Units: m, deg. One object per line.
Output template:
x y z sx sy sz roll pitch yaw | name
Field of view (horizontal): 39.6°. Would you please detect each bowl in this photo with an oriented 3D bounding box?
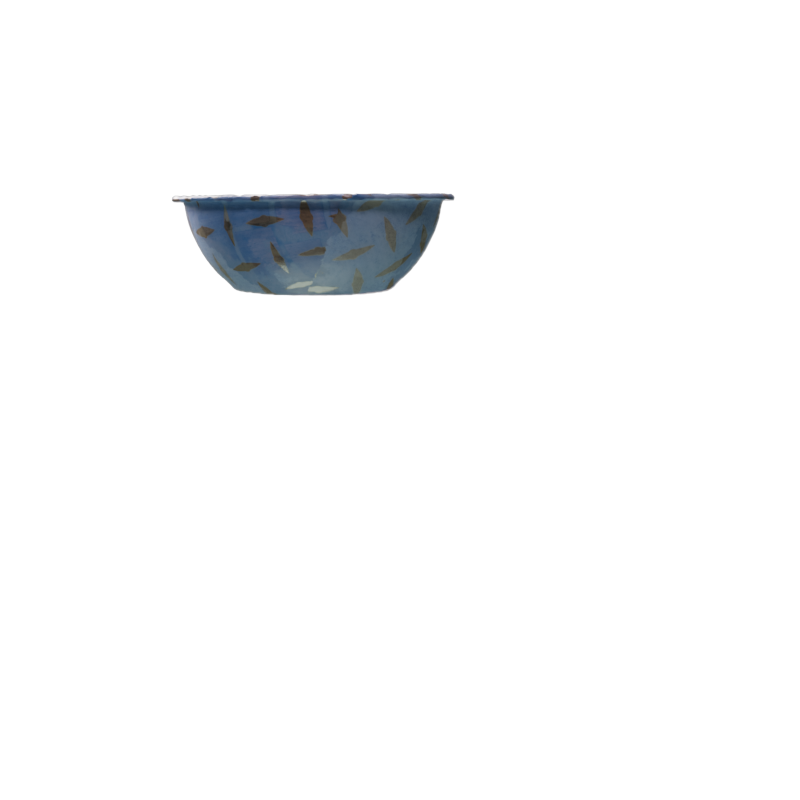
-0.050 -0.091 0.637 0.162 0.054 0.165 0 9 -2 | bowl
